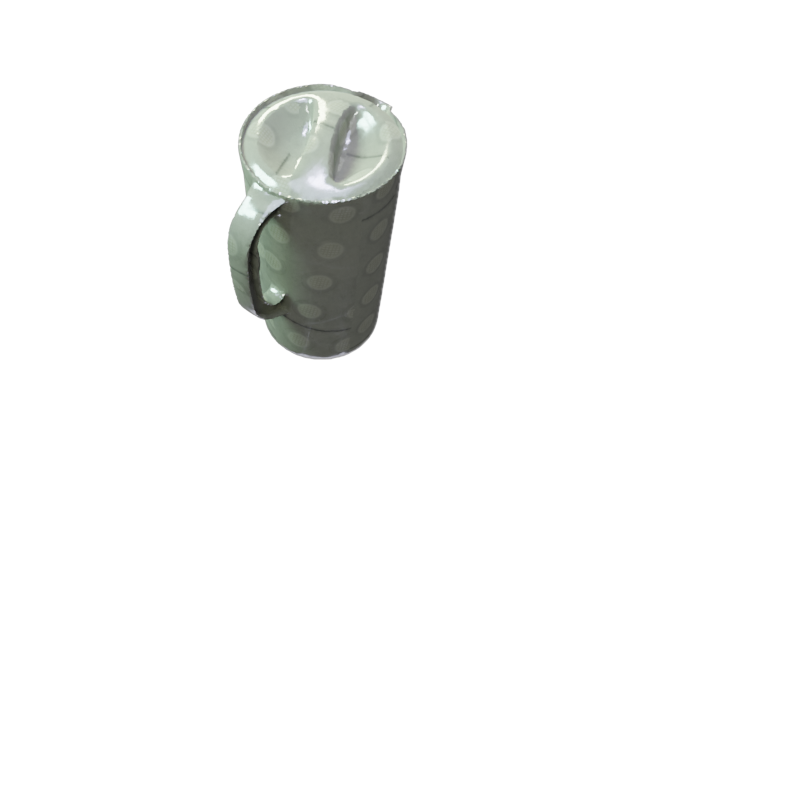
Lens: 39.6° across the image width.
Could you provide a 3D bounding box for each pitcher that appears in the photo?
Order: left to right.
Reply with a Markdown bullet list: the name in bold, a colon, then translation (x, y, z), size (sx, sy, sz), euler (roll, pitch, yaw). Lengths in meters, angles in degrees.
- **pitcher**: translation (-0.075, -0.136, 0.954), size (0.148, 0.156, 0.227), euler (-6, -36, -7)
